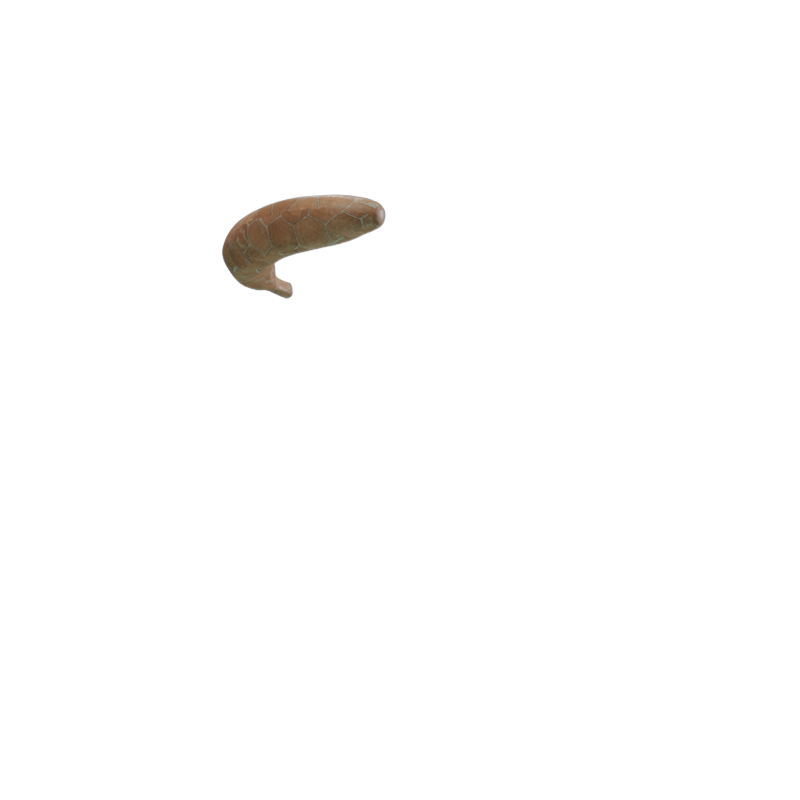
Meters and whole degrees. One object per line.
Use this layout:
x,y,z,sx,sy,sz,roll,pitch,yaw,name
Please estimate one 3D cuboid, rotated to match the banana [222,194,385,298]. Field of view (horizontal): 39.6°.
-0.076,-0.105,0.732,0.068,0.038,0.198,3,-8,-22,banana
